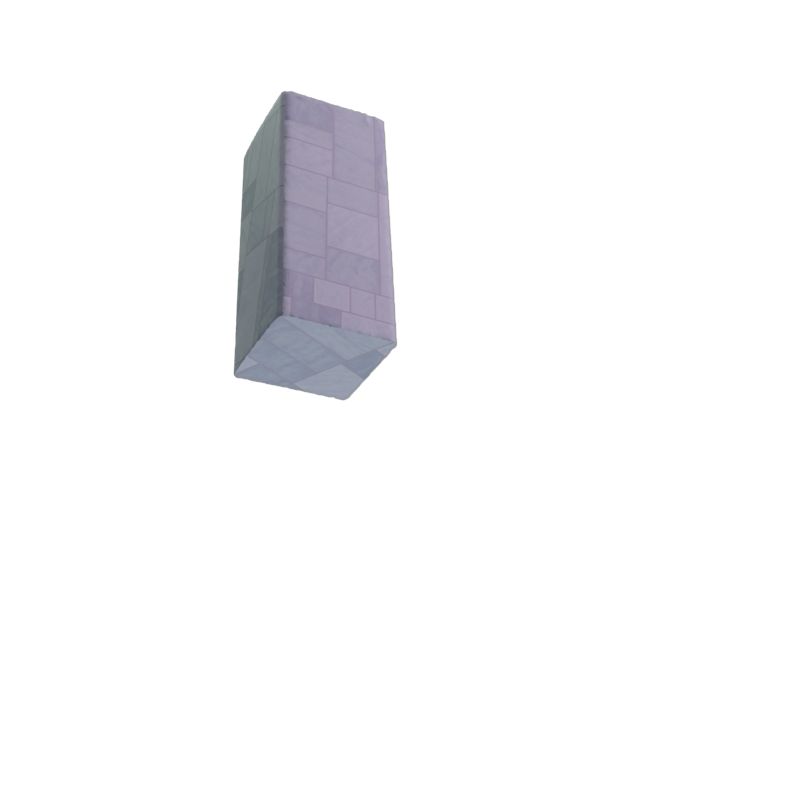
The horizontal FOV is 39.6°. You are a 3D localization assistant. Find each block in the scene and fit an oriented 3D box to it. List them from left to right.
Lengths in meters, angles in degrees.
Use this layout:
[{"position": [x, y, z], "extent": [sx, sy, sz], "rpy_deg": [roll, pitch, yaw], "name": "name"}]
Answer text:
[{"position": [-0.065, -0.119, 0.828], "extent": [0.087, 0.221, 0.087], "rpy_deg": [13, -37, -22], "name": "block"}]
